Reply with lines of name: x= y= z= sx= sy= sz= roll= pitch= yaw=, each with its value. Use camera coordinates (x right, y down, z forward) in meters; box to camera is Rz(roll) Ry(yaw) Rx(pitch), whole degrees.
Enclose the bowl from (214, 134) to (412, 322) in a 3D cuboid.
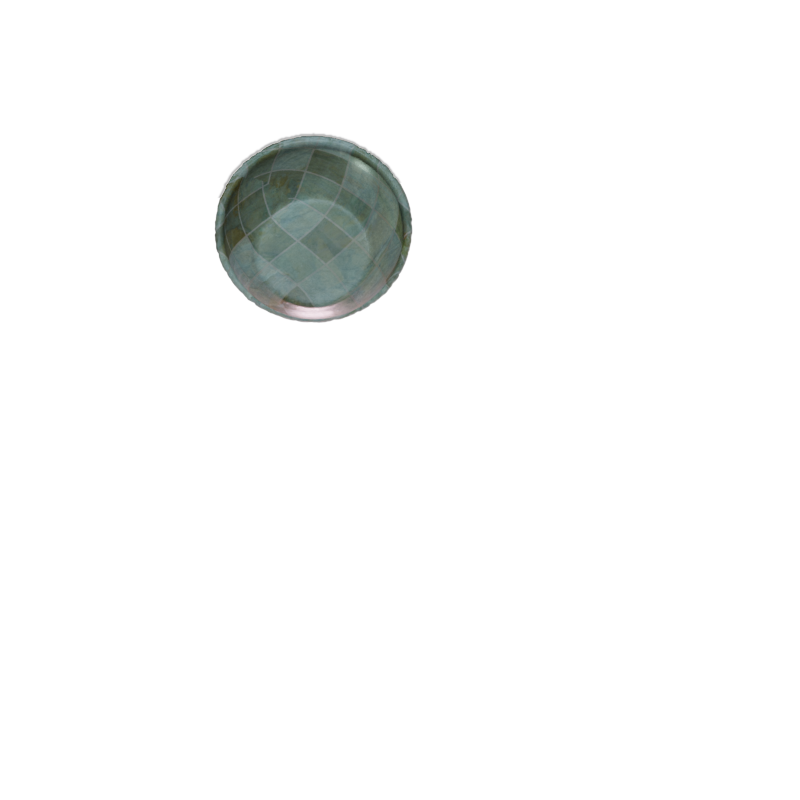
bowl: x=-0.069 y=-0.126 z=0.881 sx=0.162 sy=0.155 sz=0.058 roll=1 pitch=21 yaw=-1
